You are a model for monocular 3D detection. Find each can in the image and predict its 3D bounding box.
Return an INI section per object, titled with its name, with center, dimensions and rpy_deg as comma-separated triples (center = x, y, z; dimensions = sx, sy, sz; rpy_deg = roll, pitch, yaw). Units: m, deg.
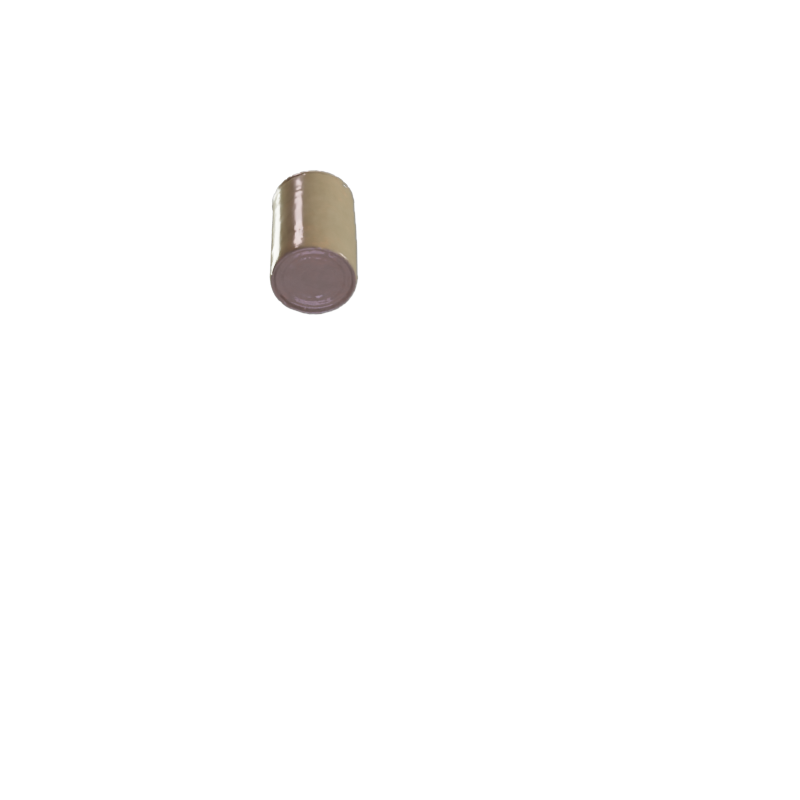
[can]
center = -0.068, -0.124, 0.870
dimensions = 0.068, 0.064, 0.110
rpy_deg = -1, 41, -3
